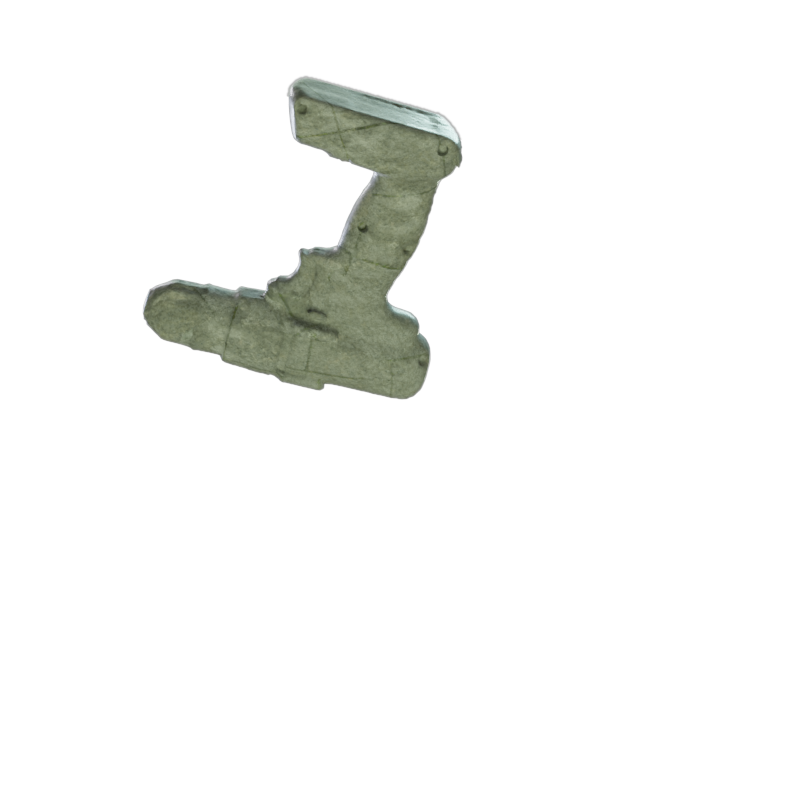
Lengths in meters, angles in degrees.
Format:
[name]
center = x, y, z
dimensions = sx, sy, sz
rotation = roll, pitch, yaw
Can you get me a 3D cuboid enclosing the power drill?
[power drill]
center = -0.053, -0.097, 0.678
dimensions = 0.182, 0.180, 0.061
rotation = 14, 26, -7
